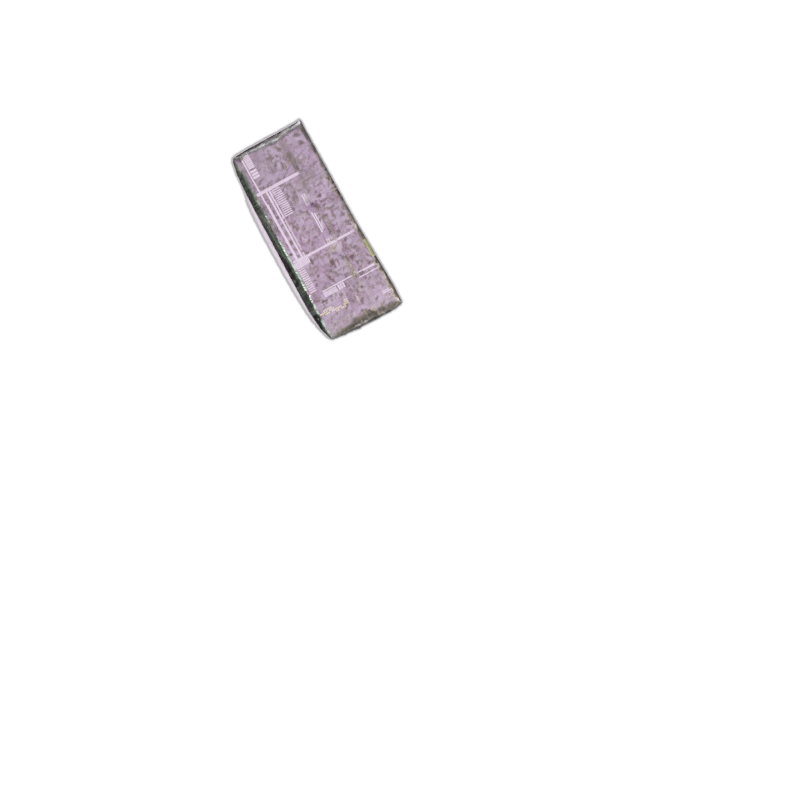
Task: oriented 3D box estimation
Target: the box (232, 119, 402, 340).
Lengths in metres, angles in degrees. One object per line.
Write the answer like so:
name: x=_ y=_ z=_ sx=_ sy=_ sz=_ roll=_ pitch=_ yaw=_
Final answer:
box: x=-0.074 y=-0.135 z=0.947 sx=0.072 sy=0.165 sz=0.214 roll=-29 pitch=2 yaw=-2
